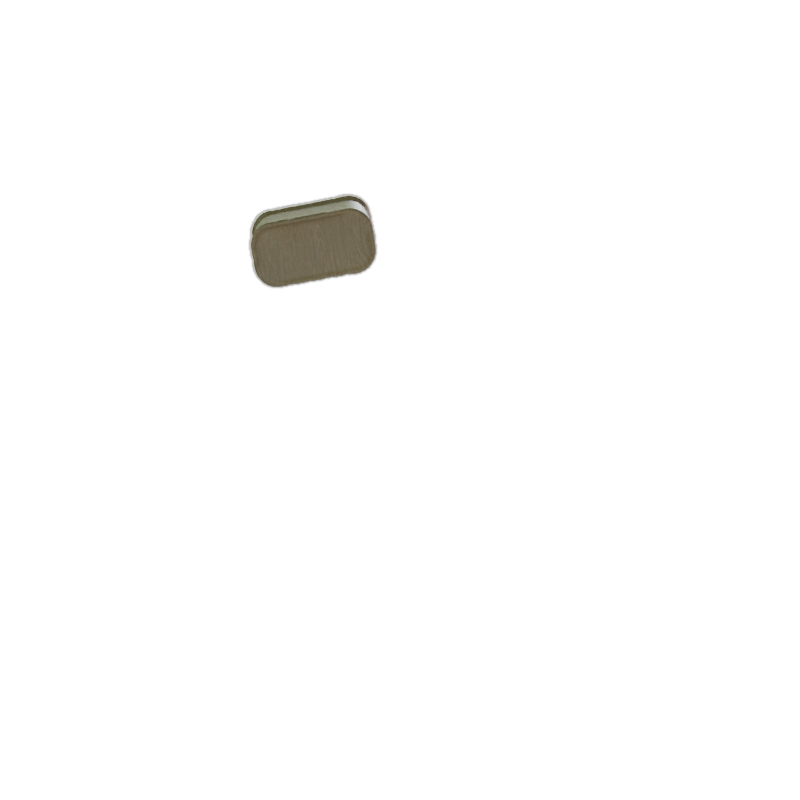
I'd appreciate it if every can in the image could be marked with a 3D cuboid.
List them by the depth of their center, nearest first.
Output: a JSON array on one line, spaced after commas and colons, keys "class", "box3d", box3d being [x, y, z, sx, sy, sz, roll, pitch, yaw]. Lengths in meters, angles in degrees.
[{"class": "can", "box3d": [-0.070, -0.128, 0.893, 0.102, 0.056, 0.086, -11, 13, 0]}]
